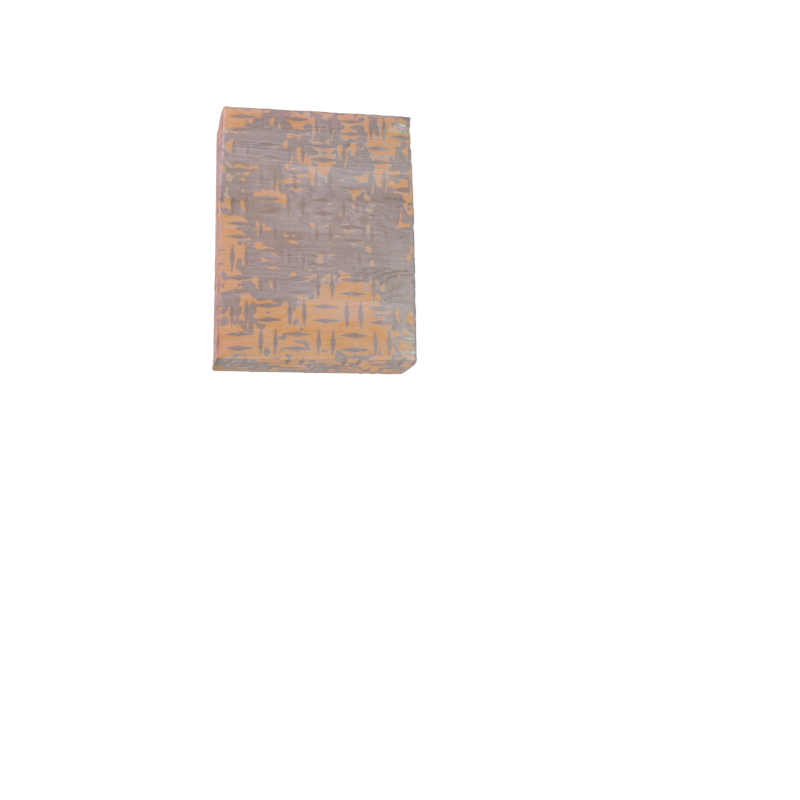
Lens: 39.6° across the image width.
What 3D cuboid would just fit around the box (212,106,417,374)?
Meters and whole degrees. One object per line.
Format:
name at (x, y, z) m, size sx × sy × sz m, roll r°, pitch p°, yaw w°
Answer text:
box at (-0.072, -0.132, 0.923) m, size 0.162 × 0.221 × 0.070 m, roll 1°, pitch -14°, yaw -9°
